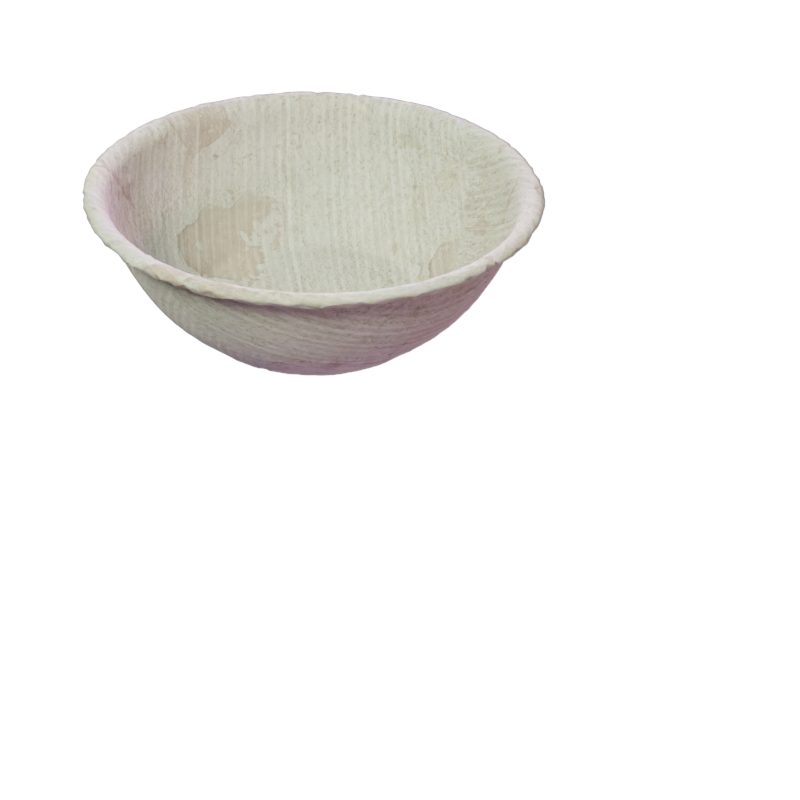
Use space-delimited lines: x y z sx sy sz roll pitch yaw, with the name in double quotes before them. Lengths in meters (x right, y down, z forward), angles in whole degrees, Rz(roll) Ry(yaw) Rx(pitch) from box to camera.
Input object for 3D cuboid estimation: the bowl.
"bowl" -0.032 -0.058 0.405 0.162 0.052 0.173 -1 35 -2
